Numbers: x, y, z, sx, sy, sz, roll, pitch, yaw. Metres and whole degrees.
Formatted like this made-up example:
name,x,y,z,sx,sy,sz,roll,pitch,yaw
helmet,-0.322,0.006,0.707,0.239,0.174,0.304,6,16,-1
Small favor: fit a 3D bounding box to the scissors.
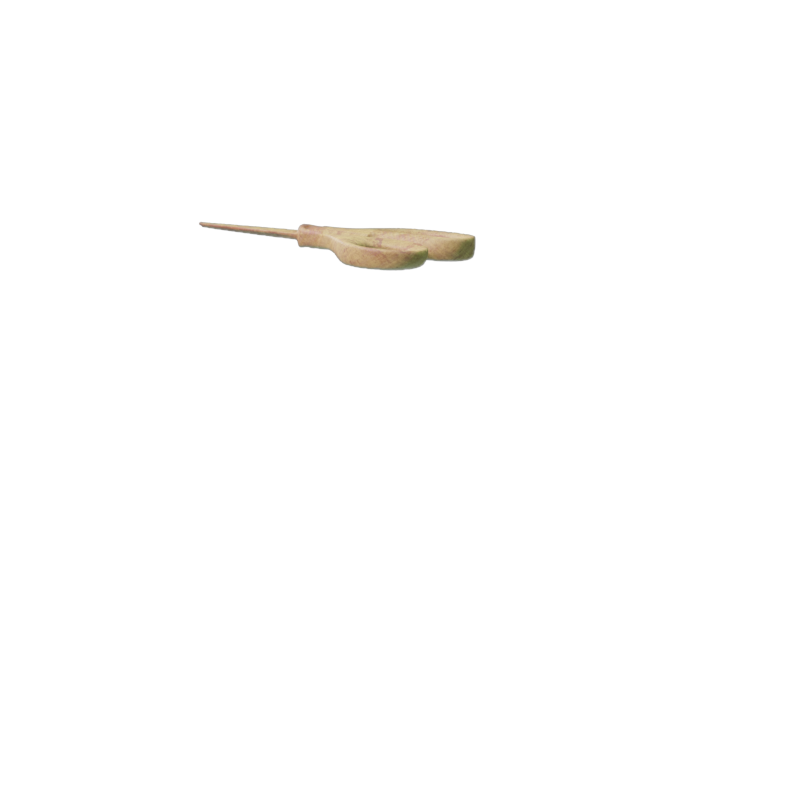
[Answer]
name,x,y,z,sx,sy,sz,roll,pitch,yaw
scissors,-0.055,-0.101,0.704,0.207,0.015,0.096,6,17,18
